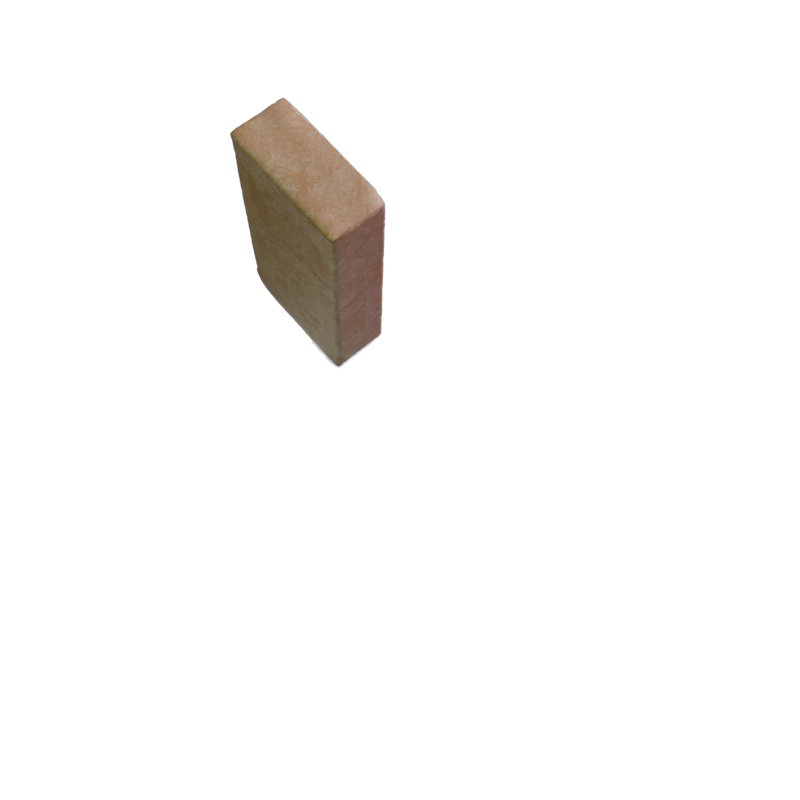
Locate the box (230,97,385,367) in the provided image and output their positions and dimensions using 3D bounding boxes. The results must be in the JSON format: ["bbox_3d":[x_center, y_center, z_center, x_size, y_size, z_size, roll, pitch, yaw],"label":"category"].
[{"bbox_3d":[-0.052,-0.096,0.675,0.048,0.098,0.167,-36,-17,-17],"label":"box"}]
